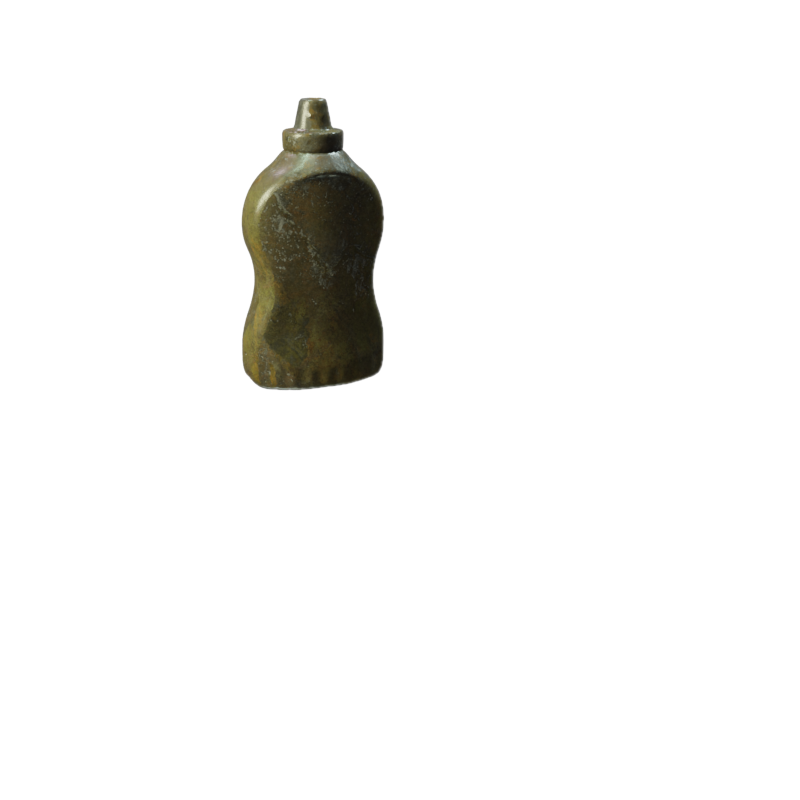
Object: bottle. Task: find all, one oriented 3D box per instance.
[{"bbox_3d":[-0.059,-0.107,0.747,0.094,0.186,0.061,-4,14,-20],"label":"bottle"}]
